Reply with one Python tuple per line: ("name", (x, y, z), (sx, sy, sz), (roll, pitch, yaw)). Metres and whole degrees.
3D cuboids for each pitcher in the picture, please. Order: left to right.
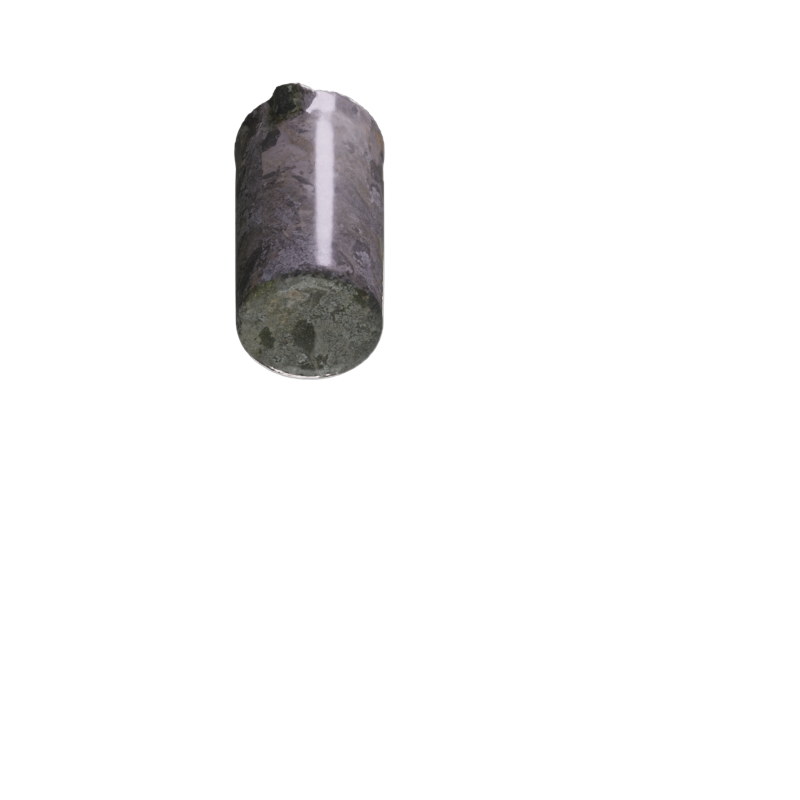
("pitcher", (-0.070, -0.128, 0.898), (0.142, 0.261, 0.141), (26, -54, -25))
